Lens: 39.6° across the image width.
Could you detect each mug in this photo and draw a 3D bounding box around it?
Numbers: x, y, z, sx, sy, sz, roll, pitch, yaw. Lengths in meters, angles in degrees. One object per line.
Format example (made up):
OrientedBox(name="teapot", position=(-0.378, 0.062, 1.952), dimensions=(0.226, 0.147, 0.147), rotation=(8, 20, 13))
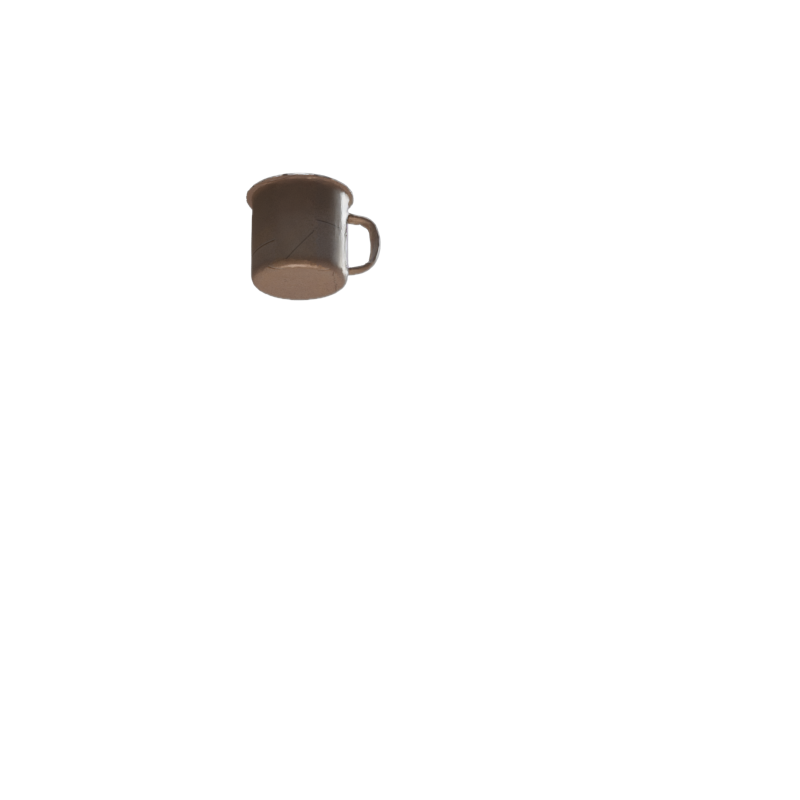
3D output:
OrientedBox(name="mug", position=(-0.074, -0.135, 0.942), dimensions=(0.114, 0.086, 0.091), rotation=(5, -21, -15))
